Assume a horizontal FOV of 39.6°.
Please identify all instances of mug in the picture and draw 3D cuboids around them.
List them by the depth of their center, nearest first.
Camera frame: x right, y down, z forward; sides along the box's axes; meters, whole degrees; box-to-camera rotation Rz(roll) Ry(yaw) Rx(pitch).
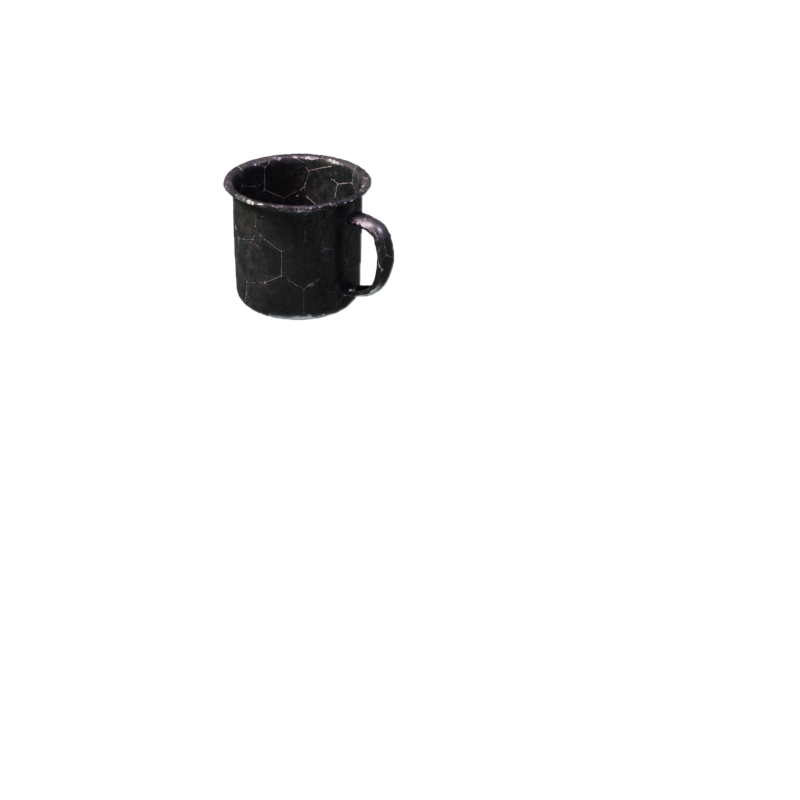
[{"bbox_3d":[-0.055,-0.101,0.705,0.123,0.077,0.094,18,33,27],"label":"mug"}]
